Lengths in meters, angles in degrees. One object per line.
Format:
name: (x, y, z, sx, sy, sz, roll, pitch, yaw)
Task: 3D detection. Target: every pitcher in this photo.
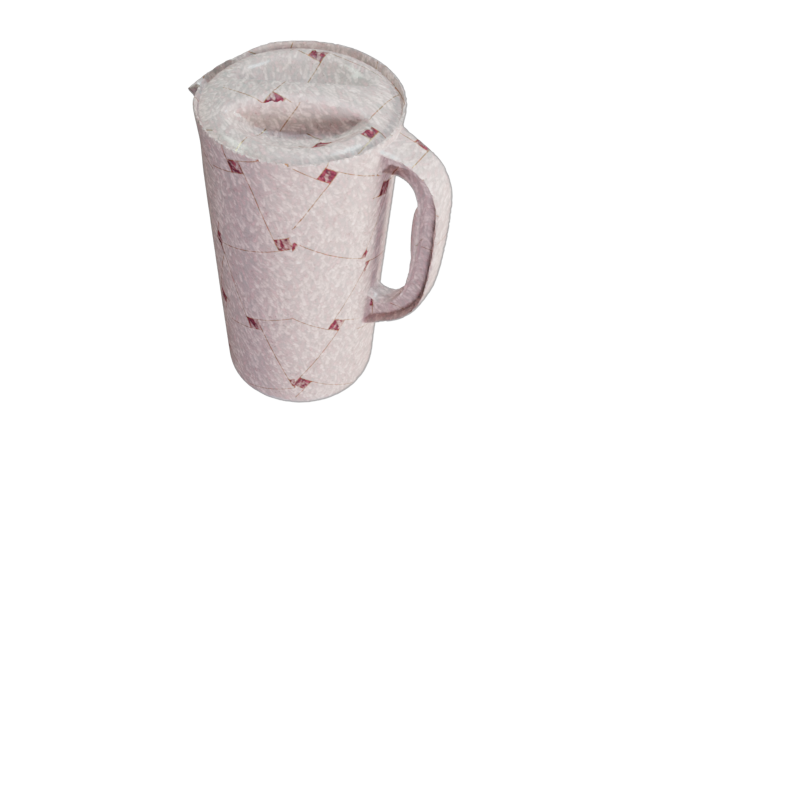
pitcher: (-0.059, -0.108, 0.757, 0.143, 0.161, 0.226, -10, -42, -12)
